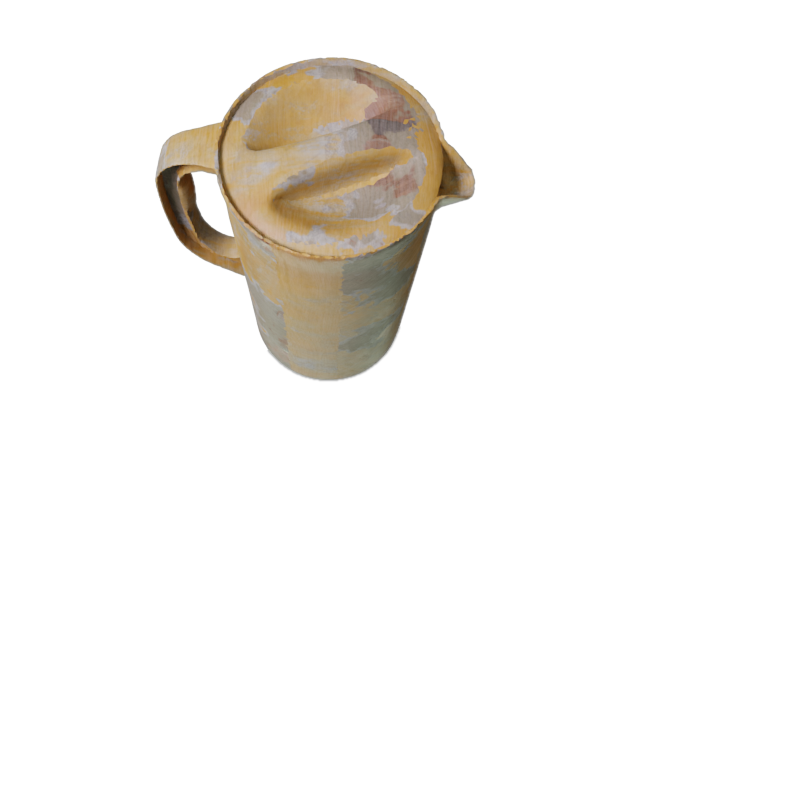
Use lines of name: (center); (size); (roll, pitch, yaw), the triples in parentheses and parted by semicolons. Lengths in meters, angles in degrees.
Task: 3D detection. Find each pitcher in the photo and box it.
pitcher: (-0.057, -0.104, 0.728); (0.146, 0.156, 0.231); (-37, -16, -16)
